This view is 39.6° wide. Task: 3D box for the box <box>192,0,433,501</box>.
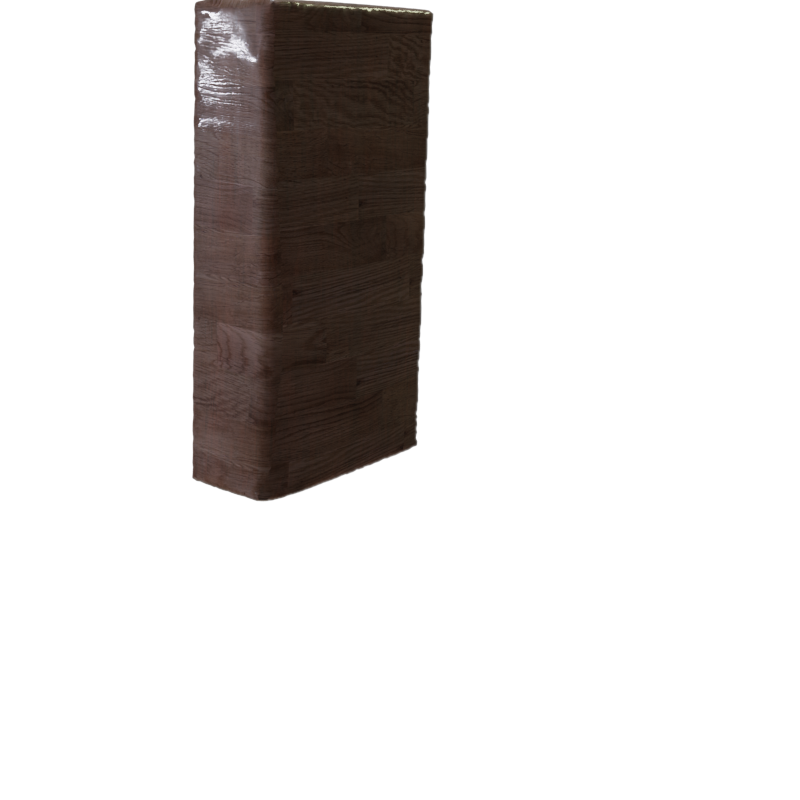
[{"bbox_3d":[-0.033,-0.060,0.419,0.050,0.173,0.091,7,12,38],"label":"box"}]
